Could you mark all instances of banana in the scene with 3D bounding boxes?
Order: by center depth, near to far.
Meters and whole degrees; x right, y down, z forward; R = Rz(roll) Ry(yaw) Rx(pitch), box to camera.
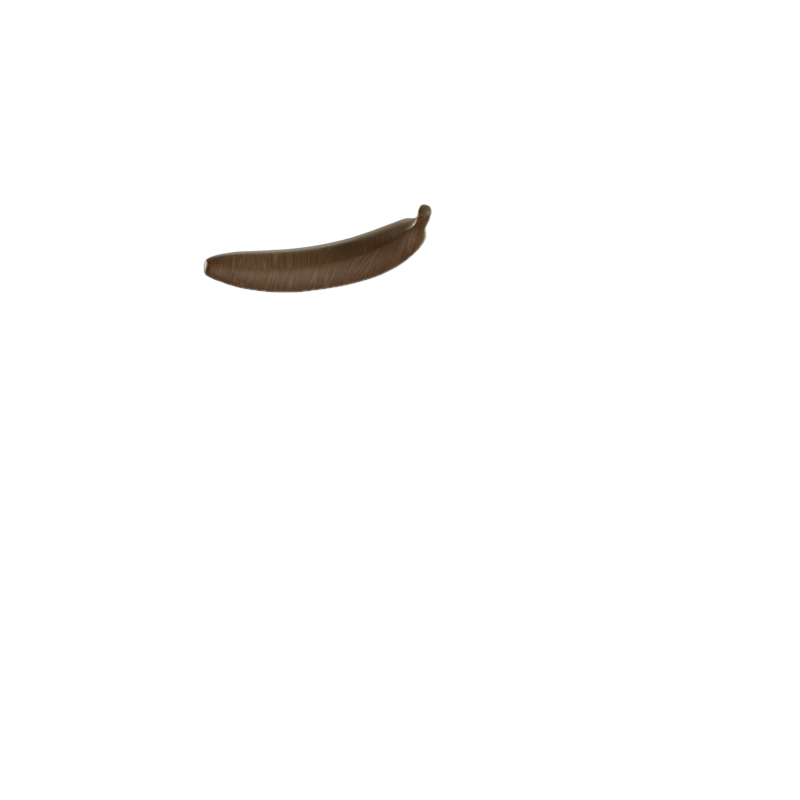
[{"bbox_3d":[-0.061,-0.119,0.910,0.200,0.039,0.064,-13,-40,16],"label":"banana"}]
